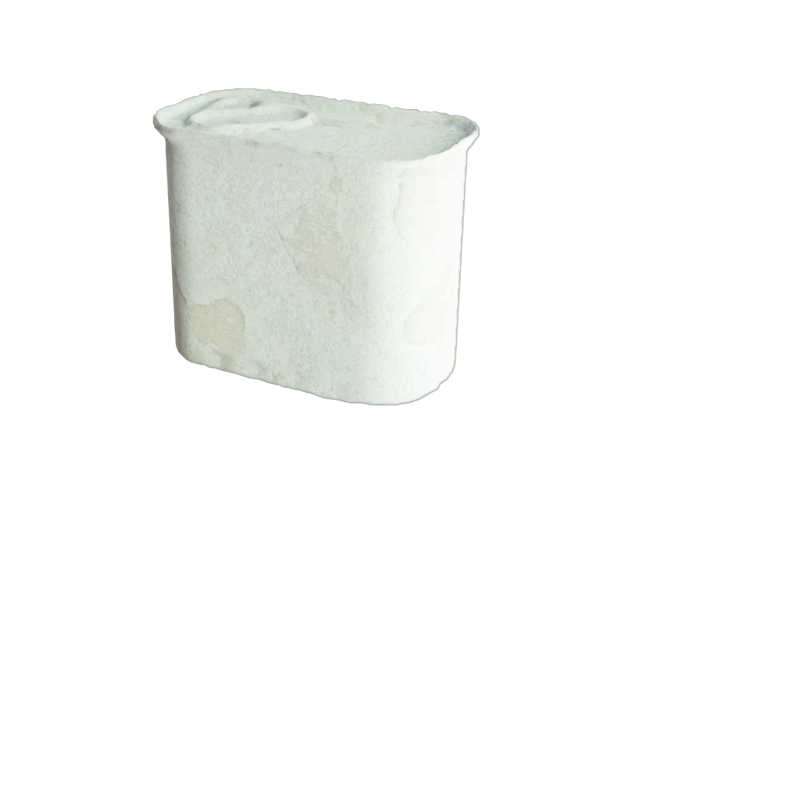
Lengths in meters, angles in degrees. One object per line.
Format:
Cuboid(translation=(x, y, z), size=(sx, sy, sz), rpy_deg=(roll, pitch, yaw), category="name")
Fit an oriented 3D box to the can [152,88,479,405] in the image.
Cuboid(translation=(-0.029, -0.052, 0.365), size=(0.106, 0.080, 0.058), rpy_deg=(14, 28, 25), category="can")
